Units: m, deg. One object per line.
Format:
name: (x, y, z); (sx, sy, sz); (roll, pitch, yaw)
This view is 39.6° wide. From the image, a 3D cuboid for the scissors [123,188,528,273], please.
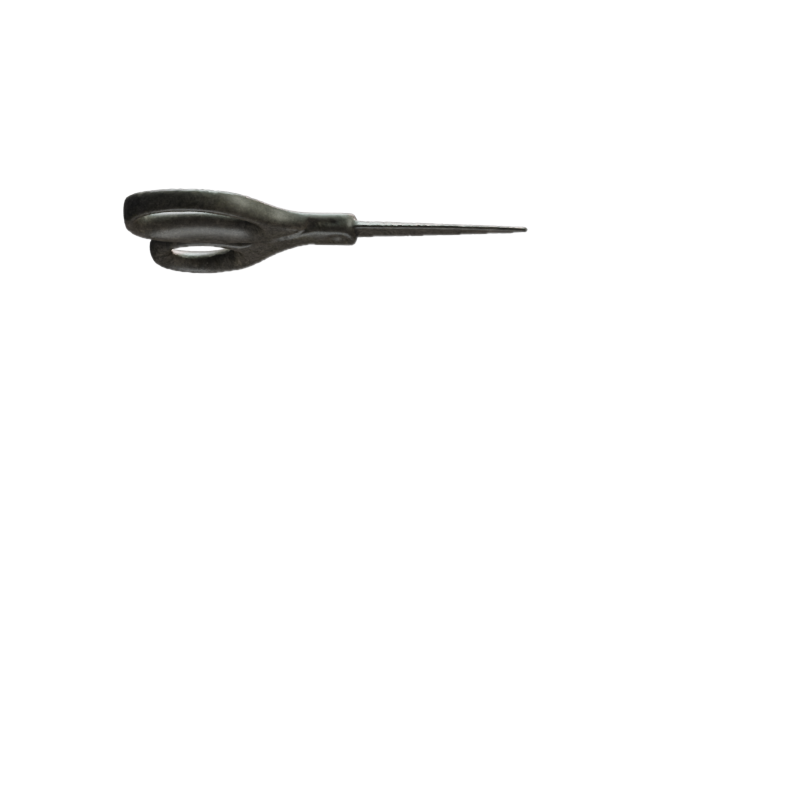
scissors: (-0.046, -0.083, 0.581); (0.197, 0.016, 0.094); (4, -15, -16)
